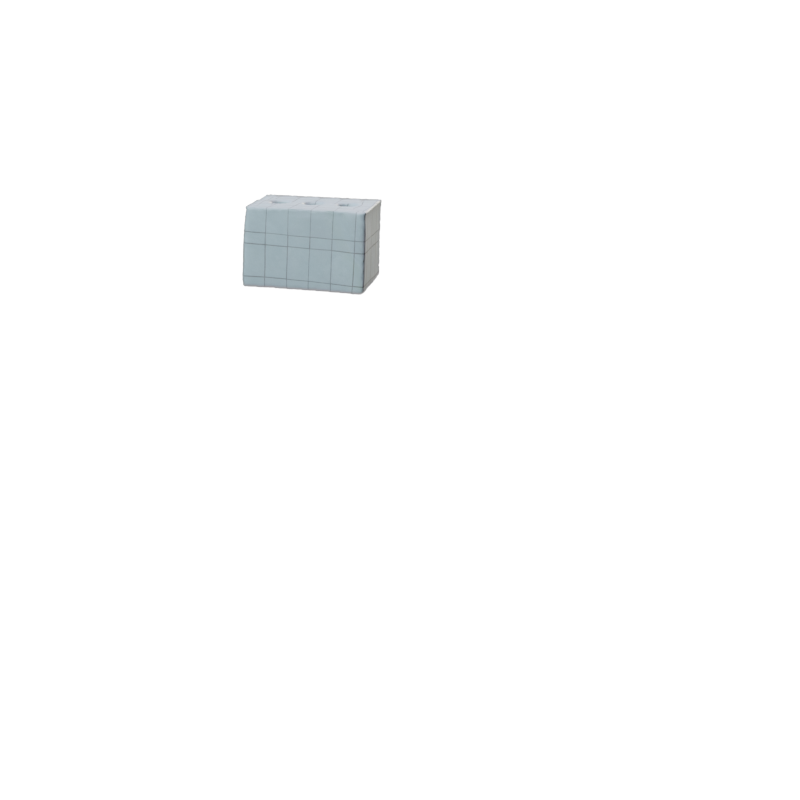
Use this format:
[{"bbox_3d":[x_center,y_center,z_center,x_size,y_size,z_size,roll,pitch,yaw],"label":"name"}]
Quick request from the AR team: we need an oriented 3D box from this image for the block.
[{"bbox_3d":[-0.055,-0.100,0.697,0.079,0.050,0.054,4,17,12],"label":"block"}]
